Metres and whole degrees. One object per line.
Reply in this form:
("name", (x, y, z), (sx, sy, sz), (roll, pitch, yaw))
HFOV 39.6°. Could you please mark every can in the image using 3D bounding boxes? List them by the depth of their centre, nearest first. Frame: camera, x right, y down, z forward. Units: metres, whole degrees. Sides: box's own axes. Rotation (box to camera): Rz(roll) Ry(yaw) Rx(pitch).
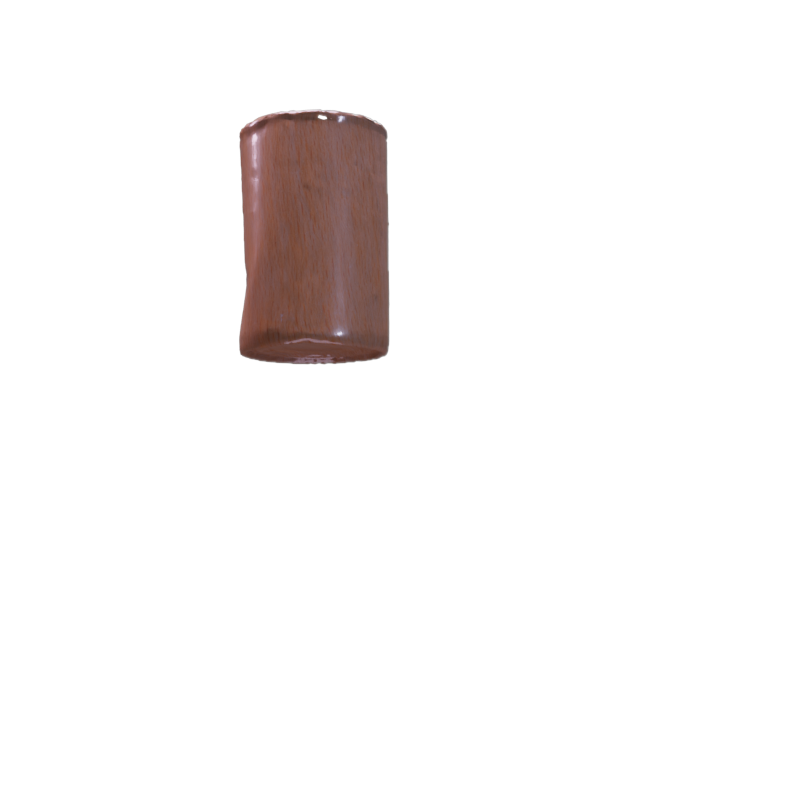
("can", (-0.039, -0.071, 0.496), (0.068, 0.105, 0.067), (0, -11, -2))
